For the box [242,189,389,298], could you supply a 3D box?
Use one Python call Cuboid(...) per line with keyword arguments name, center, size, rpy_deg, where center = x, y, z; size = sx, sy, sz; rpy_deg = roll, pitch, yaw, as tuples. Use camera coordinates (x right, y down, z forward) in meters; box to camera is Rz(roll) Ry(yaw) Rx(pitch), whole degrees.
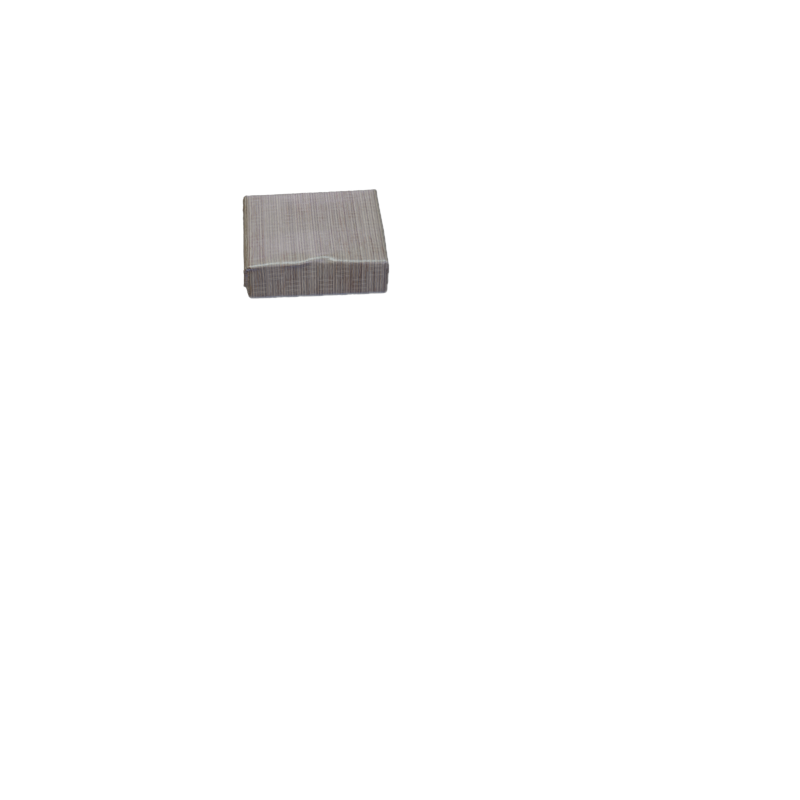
Cuboid(name="box", center=(-0.055, -0.100, 0.701), size=(0.089, 0.028, 0.079), rpy_deg=(-3, 44, -4))
